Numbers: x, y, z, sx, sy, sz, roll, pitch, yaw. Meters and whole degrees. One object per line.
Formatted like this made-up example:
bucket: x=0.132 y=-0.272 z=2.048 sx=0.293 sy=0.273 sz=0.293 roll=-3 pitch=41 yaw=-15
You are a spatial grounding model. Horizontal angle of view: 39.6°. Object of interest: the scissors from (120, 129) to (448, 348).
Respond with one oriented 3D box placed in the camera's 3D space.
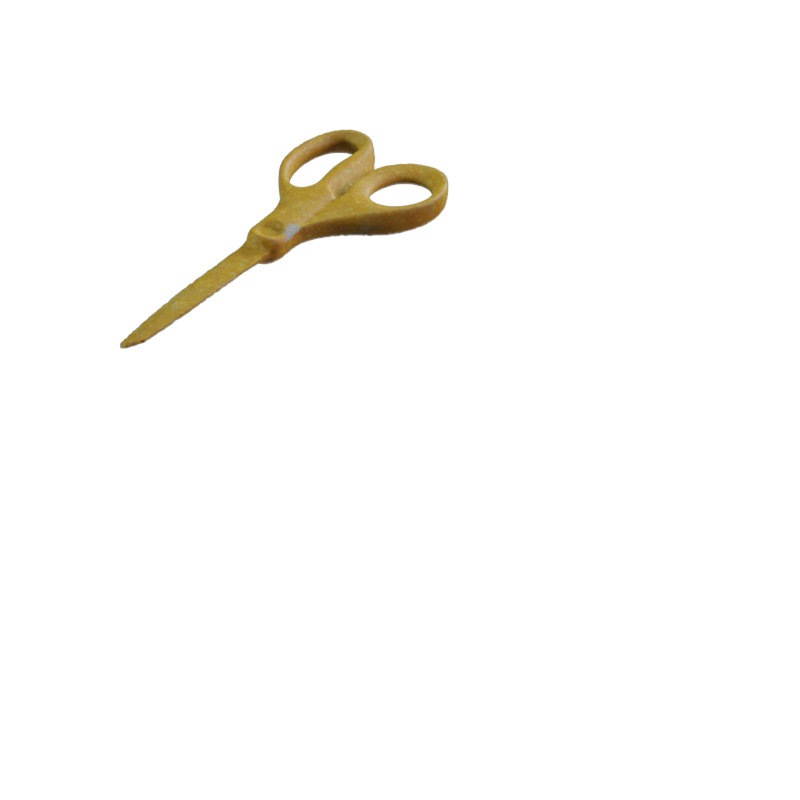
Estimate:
scissors: x=-0.040 y=-0.074 z=0.517 sx=0.099 sy=0.015 sz=0.210 roll=11 pitch=40 yaw=13
